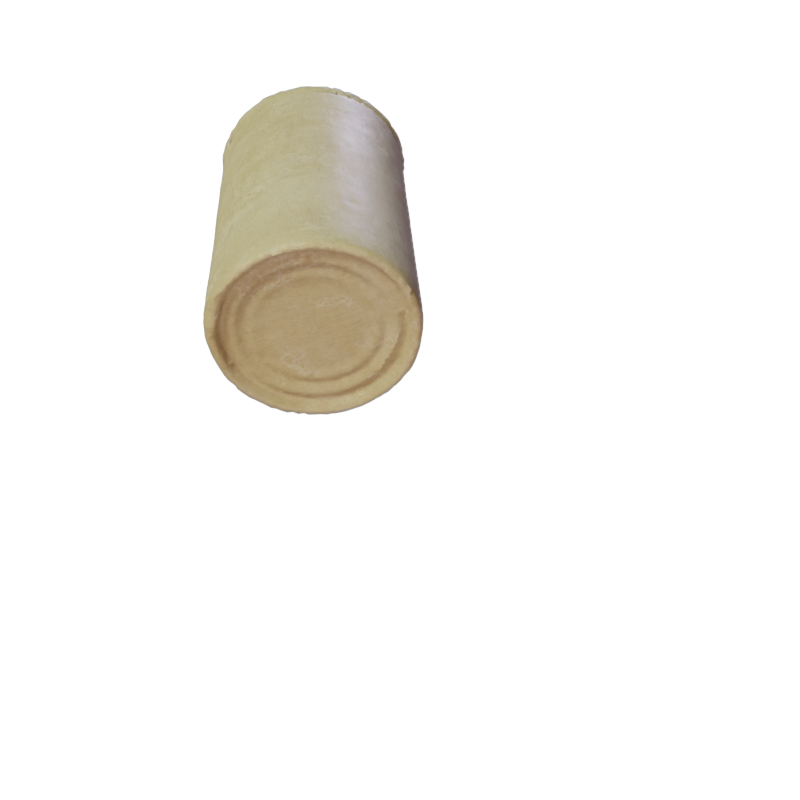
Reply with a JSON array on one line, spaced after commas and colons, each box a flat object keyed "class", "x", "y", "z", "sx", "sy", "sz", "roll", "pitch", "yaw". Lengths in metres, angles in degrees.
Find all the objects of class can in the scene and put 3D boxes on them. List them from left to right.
[{"class": "can", "x": -0.029, "y": -0.053, "z": 0.373, "sx": 0.068, "sy": 0.064, "sz": 0.109, "roll": -1, "pitch": 38, "yaw": -3}]
